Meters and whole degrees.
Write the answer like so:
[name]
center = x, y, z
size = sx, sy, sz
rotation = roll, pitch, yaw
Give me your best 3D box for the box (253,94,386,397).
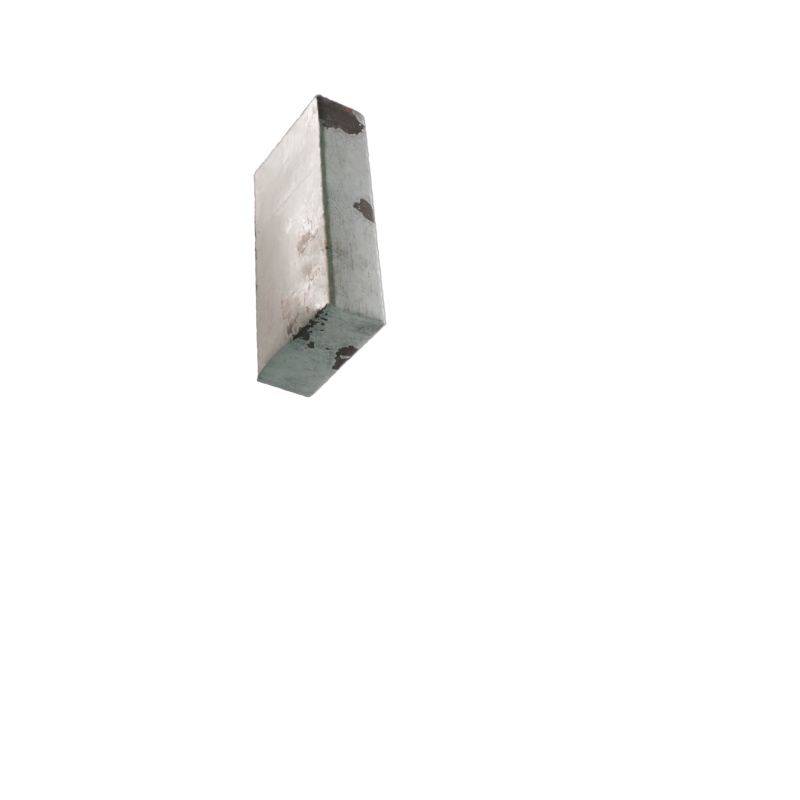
[box]
center = -0.055, -0.102, 0.711
size = 0.046, 0.189, 0.091
rotation = 20, -43, -28
